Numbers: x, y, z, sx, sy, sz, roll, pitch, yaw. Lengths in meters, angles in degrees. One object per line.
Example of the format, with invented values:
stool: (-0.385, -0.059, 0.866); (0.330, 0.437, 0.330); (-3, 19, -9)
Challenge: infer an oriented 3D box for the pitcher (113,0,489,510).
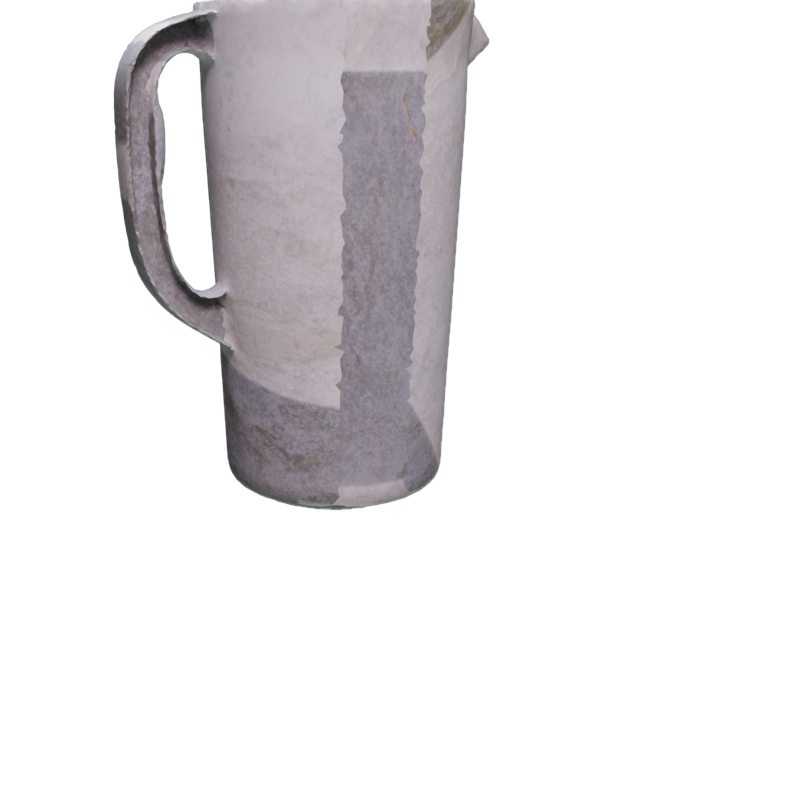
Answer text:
pitcher: (-0.042, -0.077, 0.539); (0.153, 0.237, 0.145); (4, 12, 16)
